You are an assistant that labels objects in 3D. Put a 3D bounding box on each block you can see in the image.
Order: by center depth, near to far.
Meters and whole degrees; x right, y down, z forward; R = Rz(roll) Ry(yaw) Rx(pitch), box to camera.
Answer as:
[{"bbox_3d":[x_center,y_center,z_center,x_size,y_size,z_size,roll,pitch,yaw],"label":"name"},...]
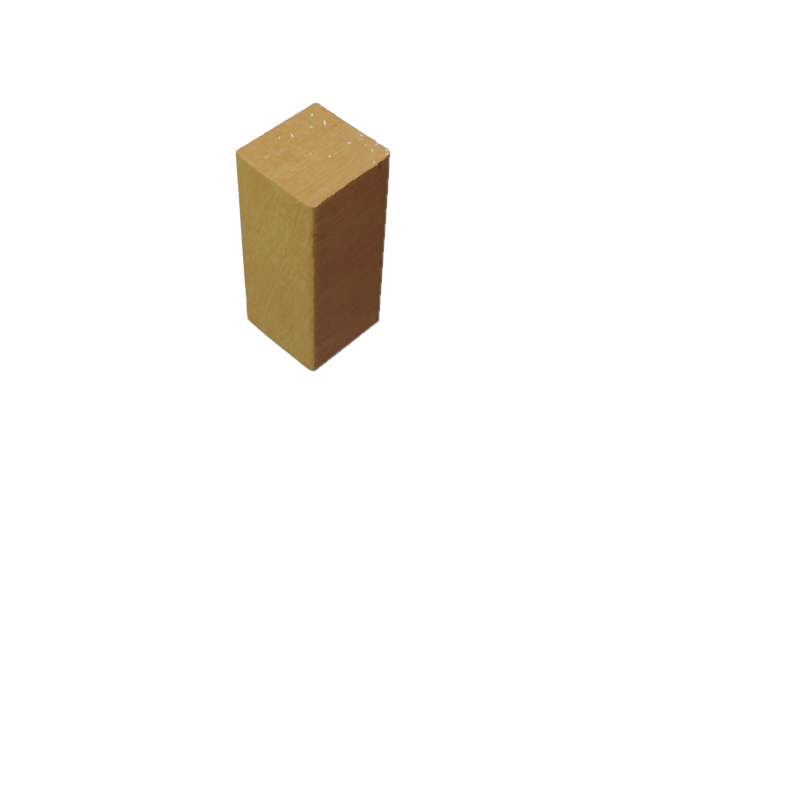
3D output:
[{"bbox_3d":[-0.073,-0.133,0.938,0.096,0.192,0.091,39,59,24],"label":"block"}]
